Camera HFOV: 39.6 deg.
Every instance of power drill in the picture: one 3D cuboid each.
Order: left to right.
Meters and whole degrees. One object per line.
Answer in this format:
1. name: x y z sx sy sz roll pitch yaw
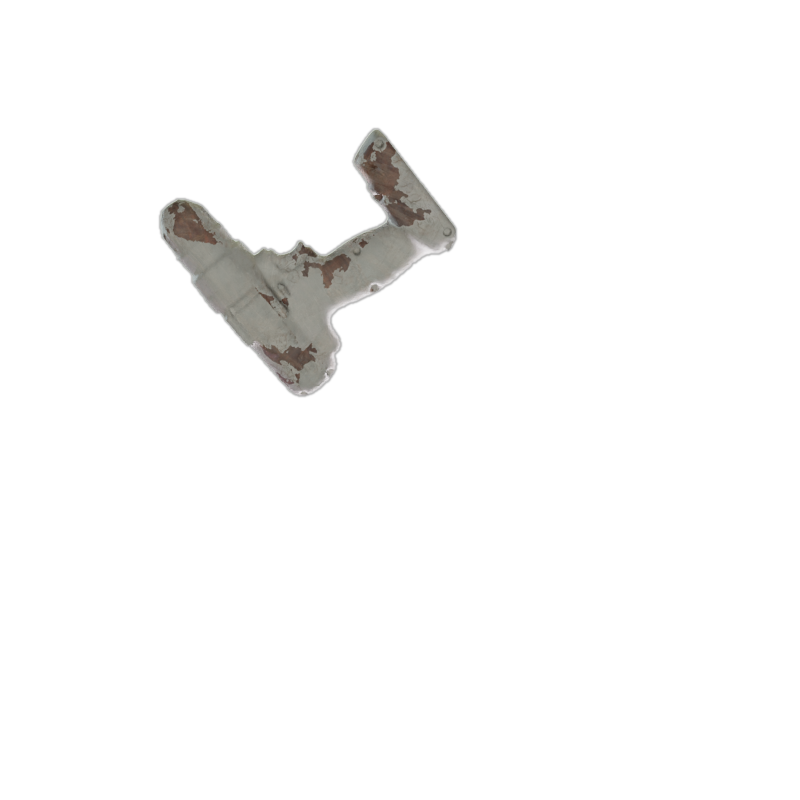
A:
1. power drill: -0.067 -0.122 0.852 0.187 0.180 0.059 -38 10 8
